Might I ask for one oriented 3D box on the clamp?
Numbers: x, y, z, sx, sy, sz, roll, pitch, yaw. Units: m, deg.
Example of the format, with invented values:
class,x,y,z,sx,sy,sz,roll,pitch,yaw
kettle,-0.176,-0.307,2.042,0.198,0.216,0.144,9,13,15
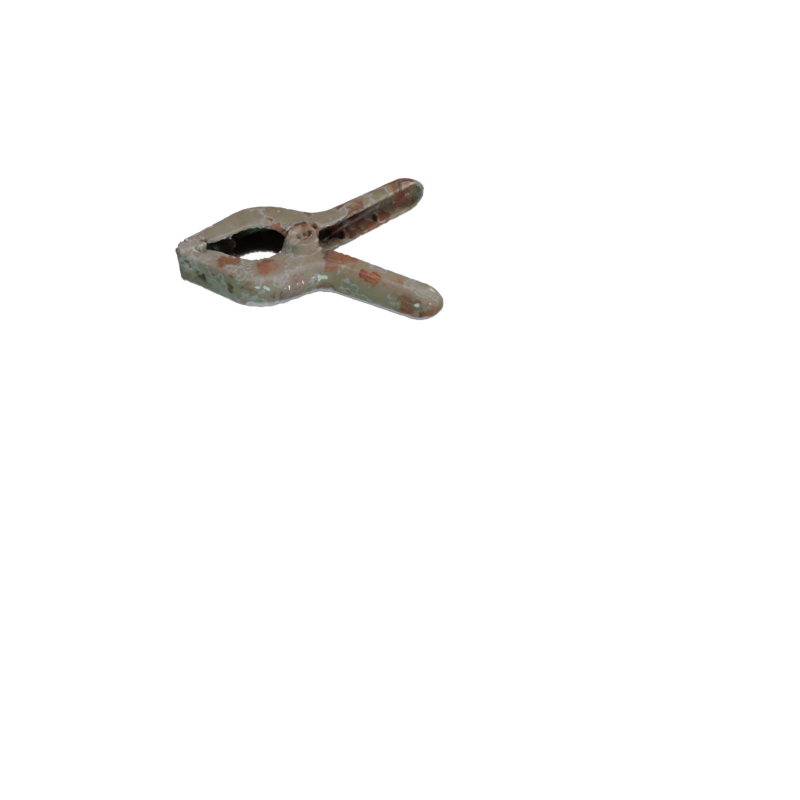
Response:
class,x,y,z,sx,sy,sz,roll,pitch,yaw
clamp,-0.057,-0.103,0.724,0.173,0.037,0.128,4,42,4
